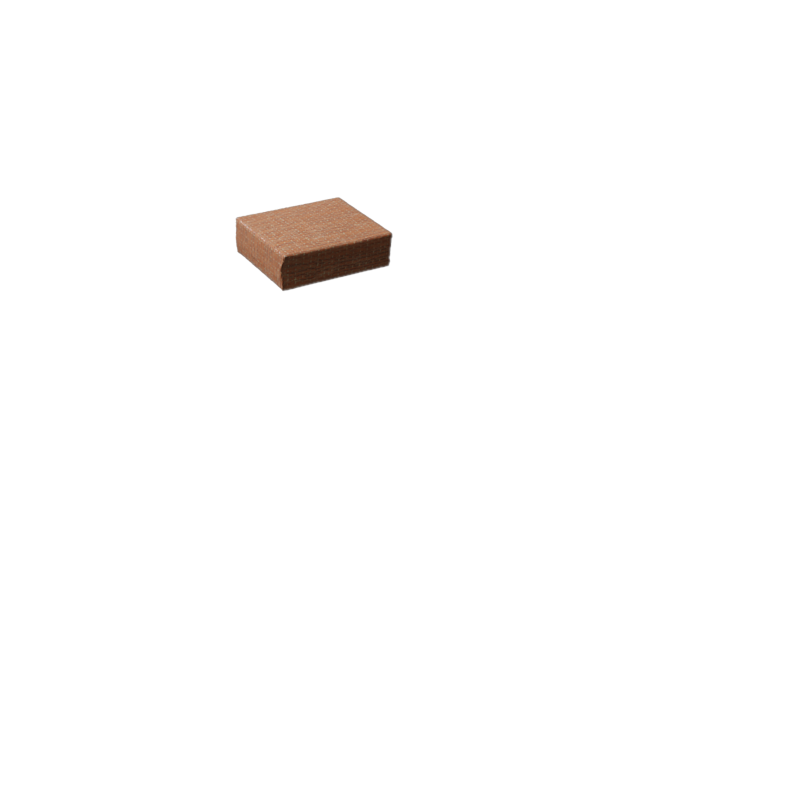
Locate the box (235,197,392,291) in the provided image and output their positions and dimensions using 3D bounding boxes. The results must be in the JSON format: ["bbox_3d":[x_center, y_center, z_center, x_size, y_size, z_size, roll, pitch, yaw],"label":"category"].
[{"bbox_3d":[-0.077,-0.141,0.986,0.112,0.037,0.097,-18,36,-28],"label":"box"}]
